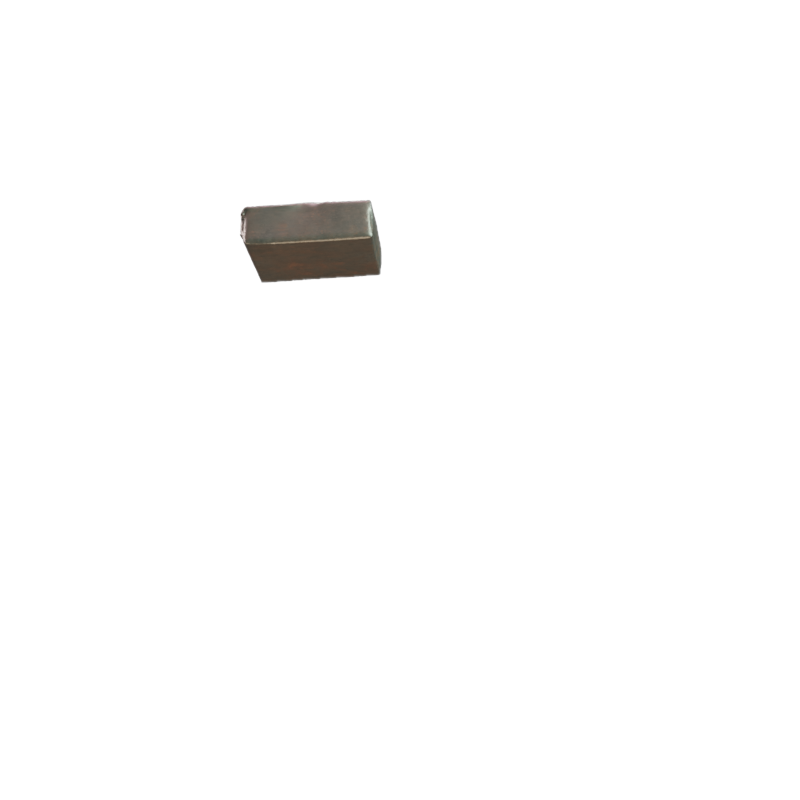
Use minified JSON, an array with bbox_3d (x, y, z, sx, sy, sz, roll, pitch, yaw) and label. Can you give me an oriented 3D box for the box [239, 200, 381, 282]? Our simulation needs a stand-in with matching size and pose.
[{"bbox_3d":[-0.060,-0.109,0.764,0.090,0.032,0.069,-2,-17,6],"label":"box"}]
